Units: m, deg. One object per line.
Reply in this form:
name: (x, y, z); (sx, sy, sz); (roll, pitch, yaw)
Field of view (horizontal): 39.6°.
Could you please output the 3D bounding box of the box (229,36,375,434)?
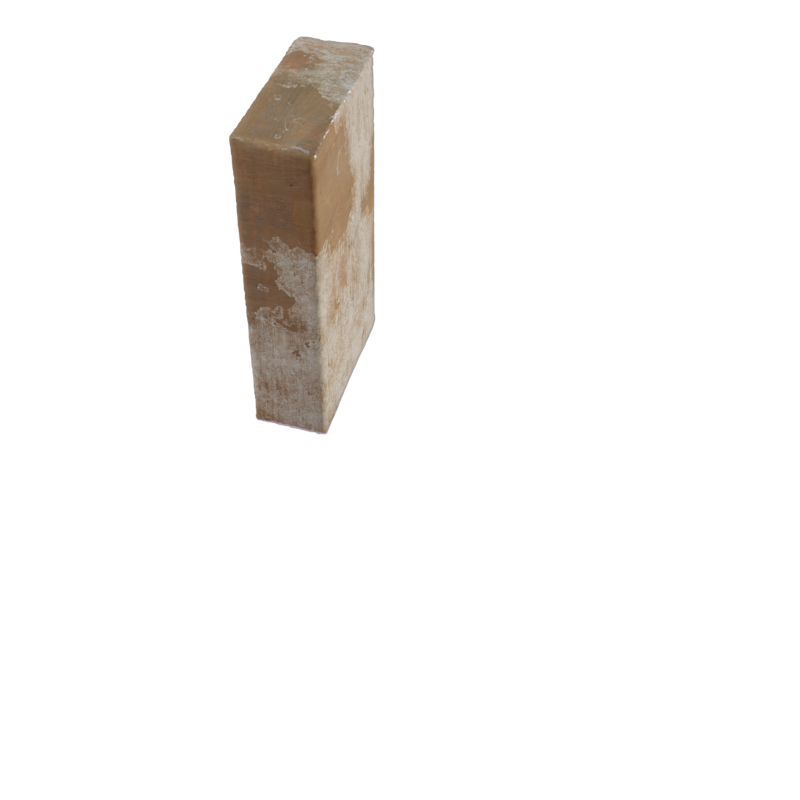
box: (-0.042, -0.077, 0.544); (0.049, 0.164, 0.098); (13, 45, 9)
